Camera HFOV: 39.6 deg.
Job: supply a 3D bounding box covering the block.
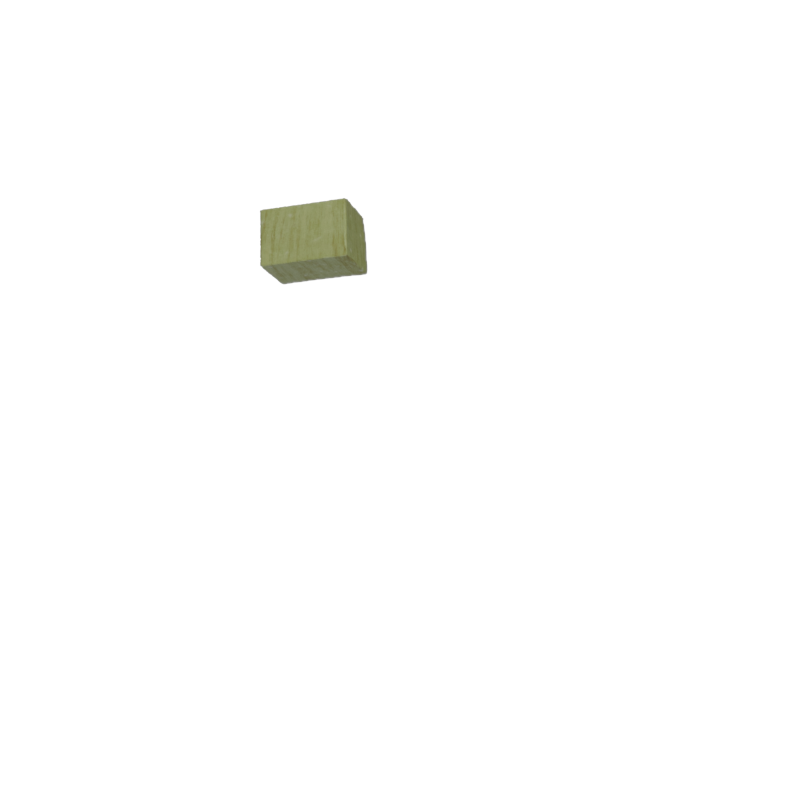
[{"bbox_3d":[-0.072,-0.132,0.921,0.079,0.053,0.050,-5,-17,17],"label":"block"}]
